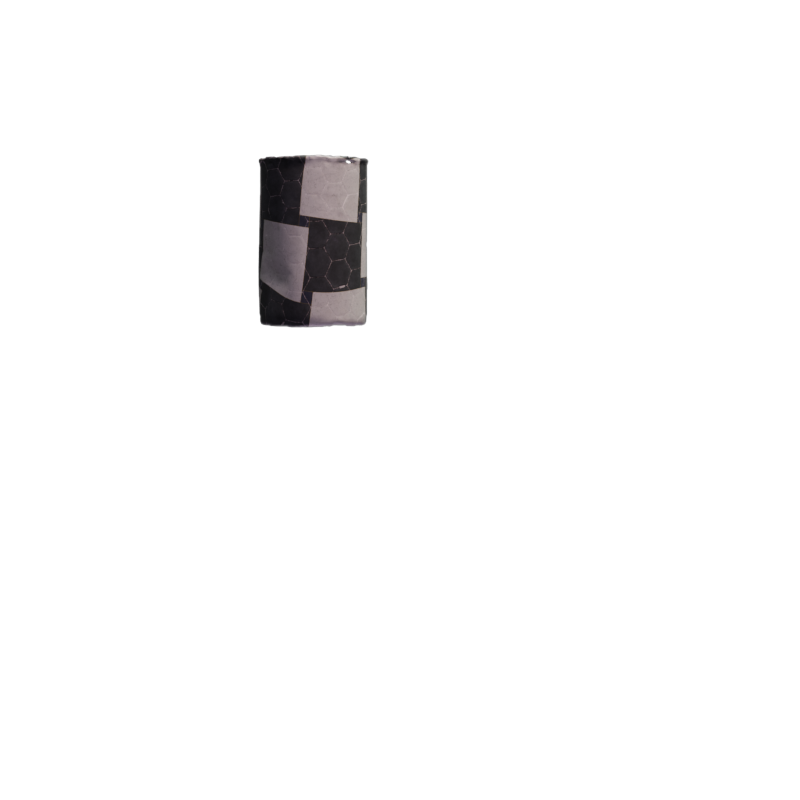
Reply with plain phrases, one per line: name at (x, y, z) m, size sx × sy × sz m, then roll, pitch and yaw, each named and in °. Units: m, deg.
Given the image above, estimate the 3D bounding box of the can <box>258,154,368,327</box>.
can at (-0.054, -0.098, 0.684) m, size 0.068 × 0.102 × 0.069 m, roll 0°, pitch 2°, yaw -2°
